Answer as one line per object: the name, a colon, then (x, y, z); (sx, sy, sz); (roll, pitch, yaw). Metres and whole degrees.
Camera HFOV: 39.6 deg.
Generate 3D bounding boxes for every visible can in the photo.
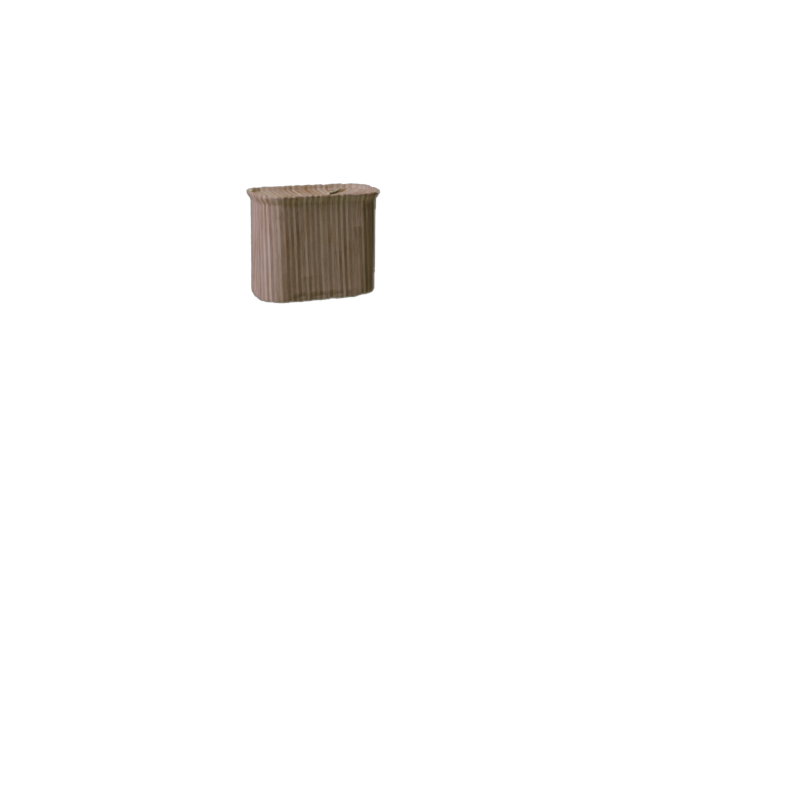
can: (-0.068, -0.125, 0.872); (0.100, 0.081, 0.060); (-6, 15, -21)
